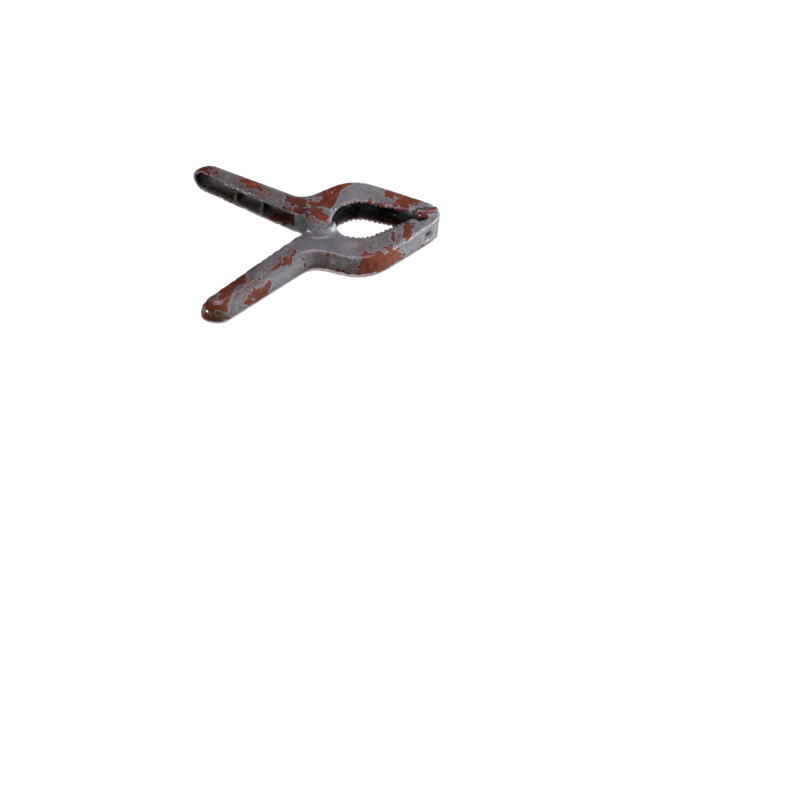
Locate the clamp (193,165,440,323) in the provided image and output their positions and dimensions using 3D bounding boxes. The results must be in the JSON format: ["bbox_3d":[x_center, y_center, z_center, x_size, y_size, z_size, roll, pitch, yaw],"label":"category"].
[{"bbox_3d":[-0.072,-0.131,0.917,0.210,0.176,0.034,0,-37,0],"label":"clamp"}]
